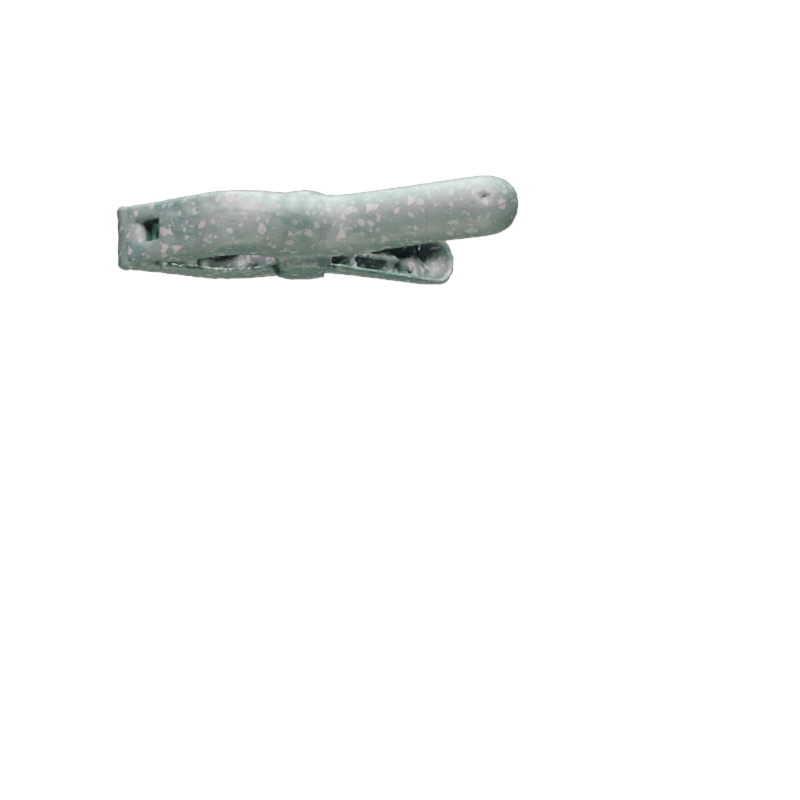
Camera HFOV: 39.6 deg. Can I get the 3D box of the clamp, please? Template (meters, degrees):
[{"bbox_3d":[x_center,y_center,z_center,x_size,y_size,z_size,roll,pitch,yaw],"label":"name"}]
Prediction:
[{"bbox_3d":[-0.040,-0.072,0.508,0.171,0.041,0.115,0,-13,0],"label":"clamp"}]
